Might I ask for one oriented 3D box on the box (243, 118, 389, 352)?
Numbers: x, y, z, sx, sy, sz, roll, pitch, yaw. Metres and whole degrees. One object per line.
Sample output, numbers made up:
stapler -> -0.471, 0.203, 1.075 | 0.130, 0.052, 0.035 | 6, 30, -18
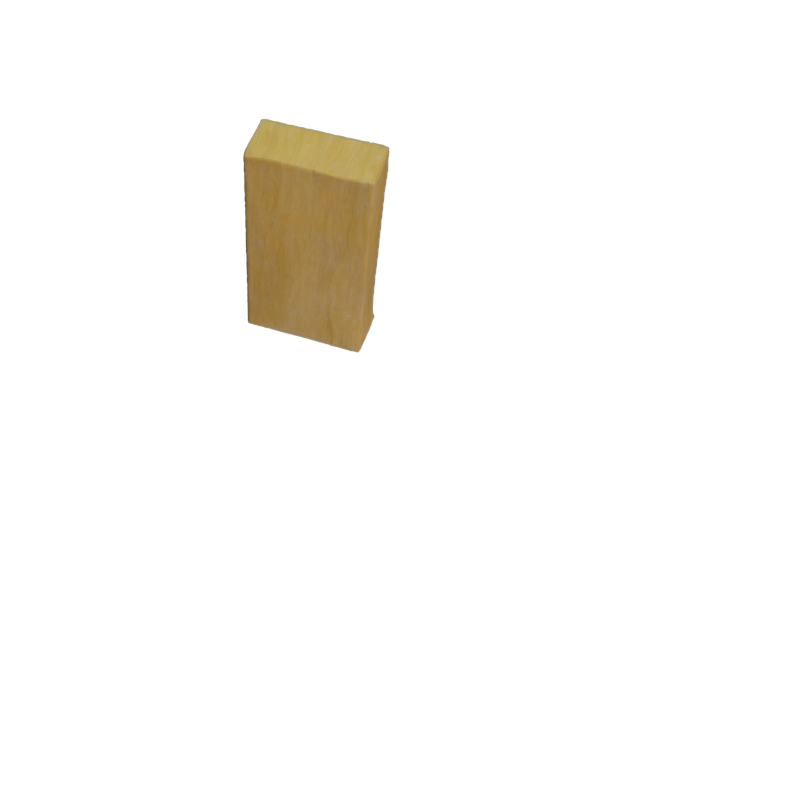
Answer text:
box -> -0.062, -0.112, 0.789 | 0.095, 0.050, 0.164 | 15, -36, 8
